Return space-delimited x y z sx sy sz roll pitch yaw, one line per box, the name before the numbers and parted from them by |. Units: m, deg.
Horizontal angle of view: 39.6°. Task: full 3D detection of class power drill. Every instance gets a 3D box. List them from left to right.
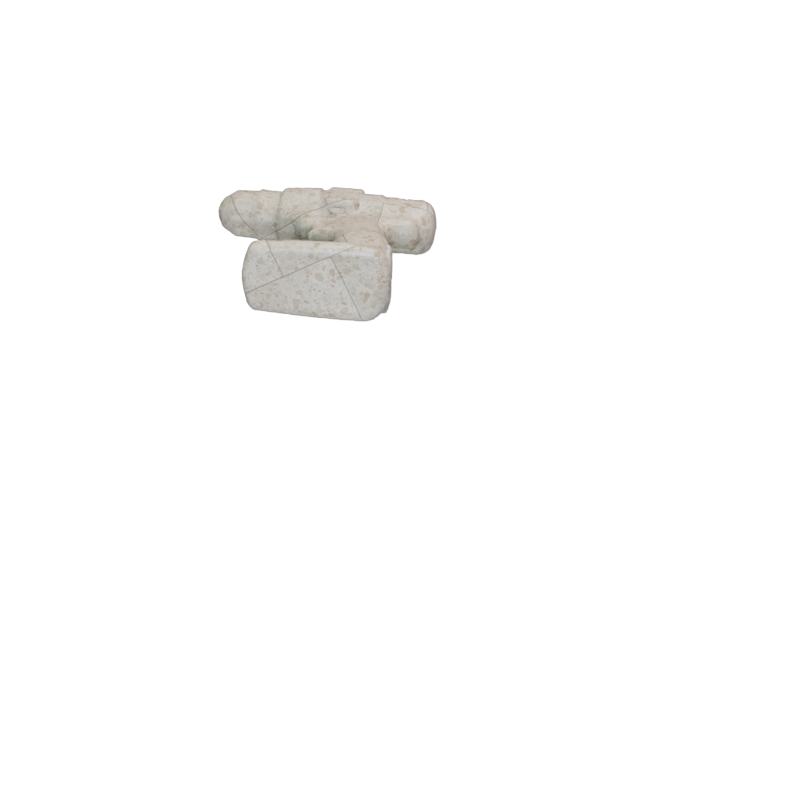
power drill | -0.068 -0.124 0.868 0.186 0.055 0.195 3 25 6
